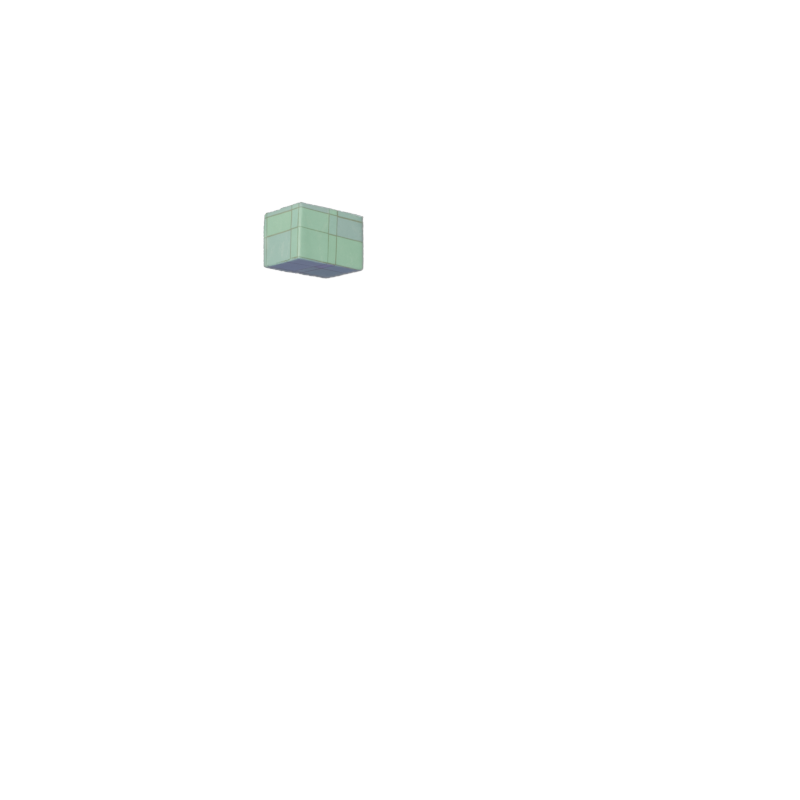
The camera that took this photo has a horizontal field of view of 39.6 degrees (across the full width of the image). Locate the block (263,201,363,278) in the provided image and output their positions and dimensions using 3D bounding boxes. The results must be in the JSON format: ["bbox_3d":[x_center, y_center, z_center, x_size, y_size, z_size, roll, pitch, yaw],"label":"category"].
[{"bbox_3d":[-0.078,-0.142,0.996,0.074,0.053,0.054,7,-12,-43],"label":"block"}]
